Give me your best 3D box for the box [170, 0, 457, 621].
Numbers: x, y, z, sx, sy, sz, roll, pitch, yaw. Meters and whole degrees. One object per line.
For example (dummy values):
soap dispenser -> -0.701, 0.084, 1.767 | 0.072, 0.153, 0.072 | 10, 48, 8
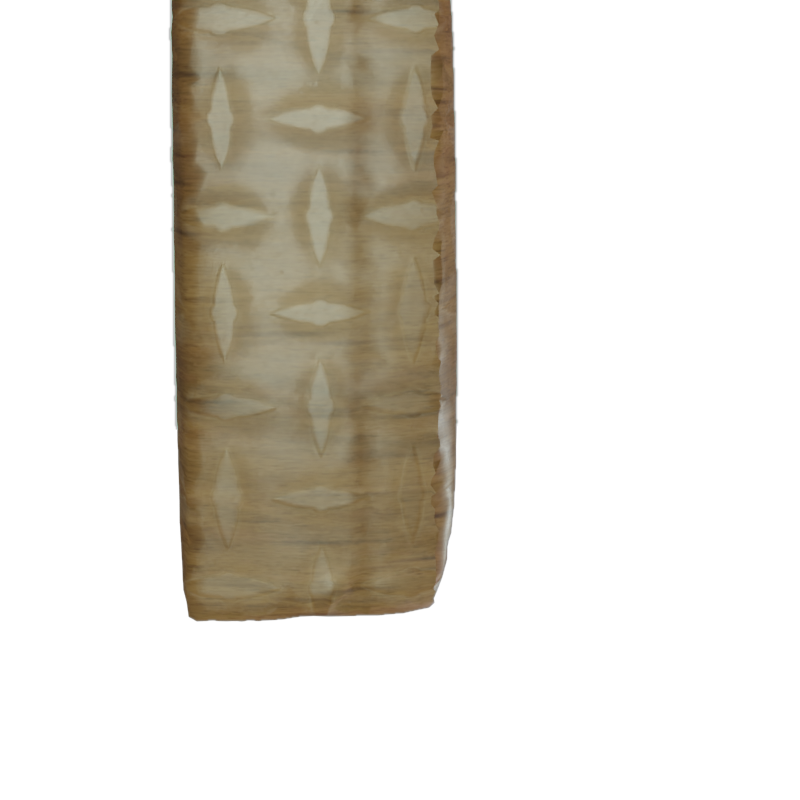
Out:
box -> -0.029, -0.052, 0.366 | 0.072, 0.161, 0.220 | -1, 12, -4
